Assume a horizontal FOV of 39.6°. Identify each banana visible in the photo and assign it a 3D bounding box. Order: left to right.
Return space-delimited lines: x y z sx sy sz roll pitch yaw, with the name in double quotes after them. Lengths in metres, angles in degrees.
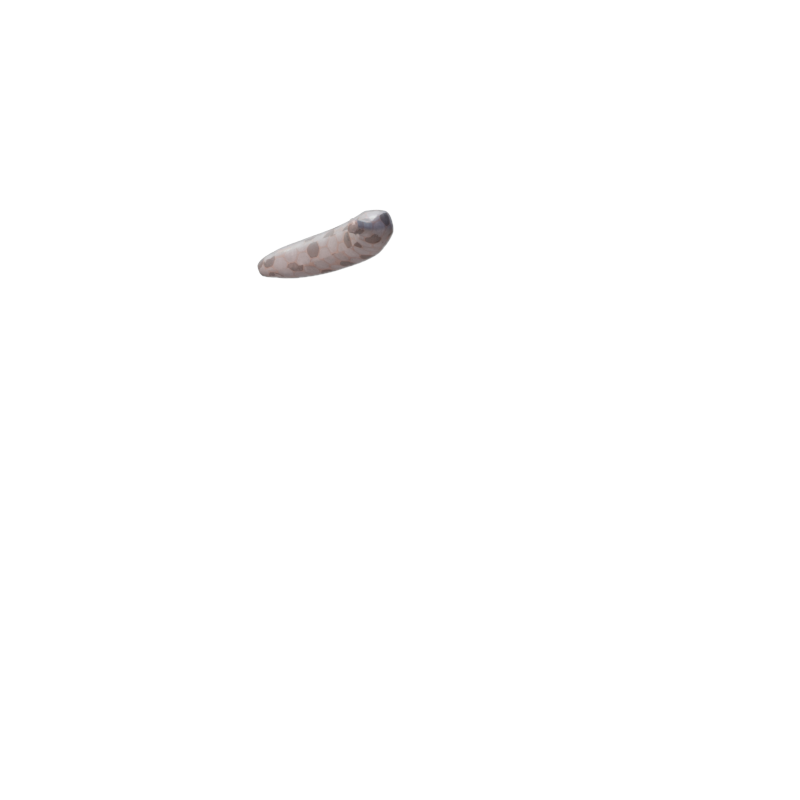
-0.059 -0.139 0.985 0.067 0.038 0.200 5 -9 -29 "banana"
